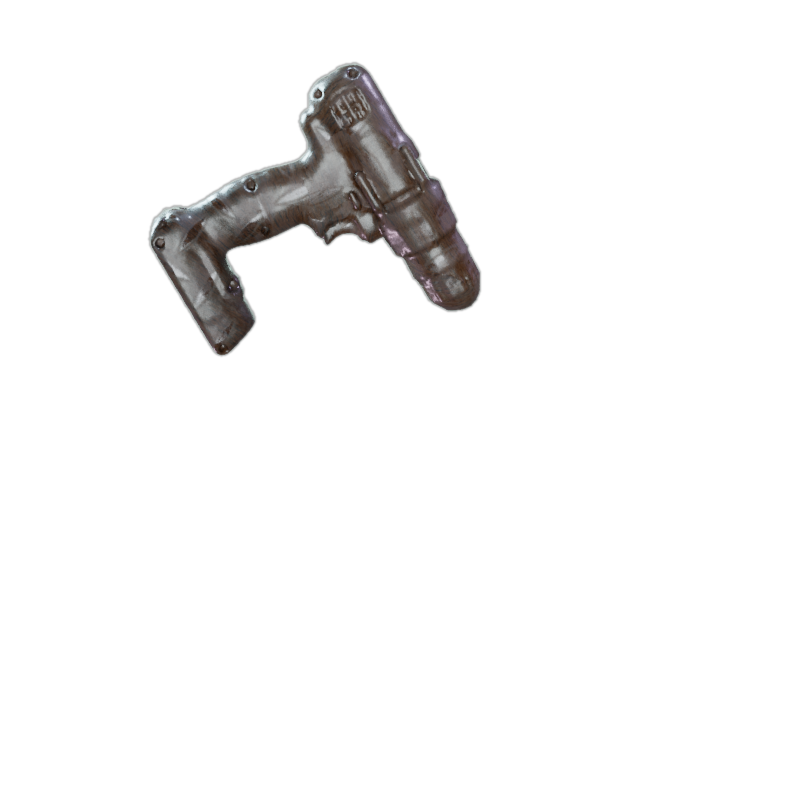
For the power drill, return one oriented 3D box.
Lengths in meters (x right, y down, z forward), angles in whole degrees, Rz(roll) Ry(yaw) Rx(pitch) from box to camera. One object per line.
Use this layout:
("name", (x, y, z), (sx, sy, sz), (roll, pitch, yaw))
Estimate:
("power drill", (-0.059, -0.107, 0.751), (0.187, 0.180, 0.059), (-30, 9, 5))
